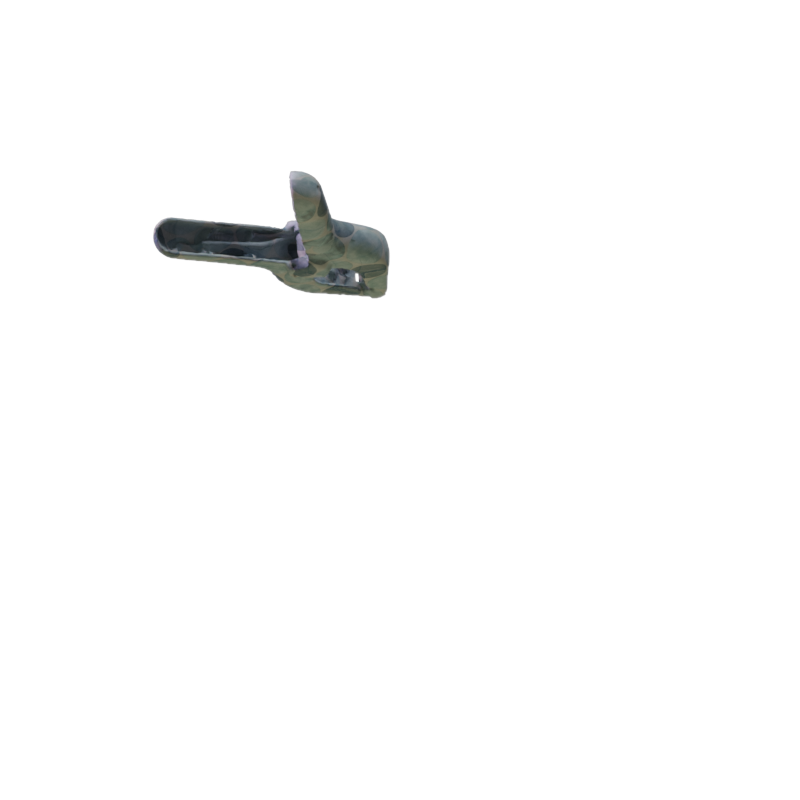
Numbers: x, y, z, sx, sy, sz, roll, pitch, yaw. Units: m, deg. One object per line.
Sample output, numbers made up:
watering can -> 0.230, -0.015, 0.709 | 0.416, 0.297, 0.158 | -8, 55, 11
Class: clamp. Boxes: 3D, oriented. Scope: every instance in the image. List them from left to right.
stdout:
clamp -> -0.055, -0.099, 0.697 | 0.123, 0.040, 0.163 | -8, -12, 44
